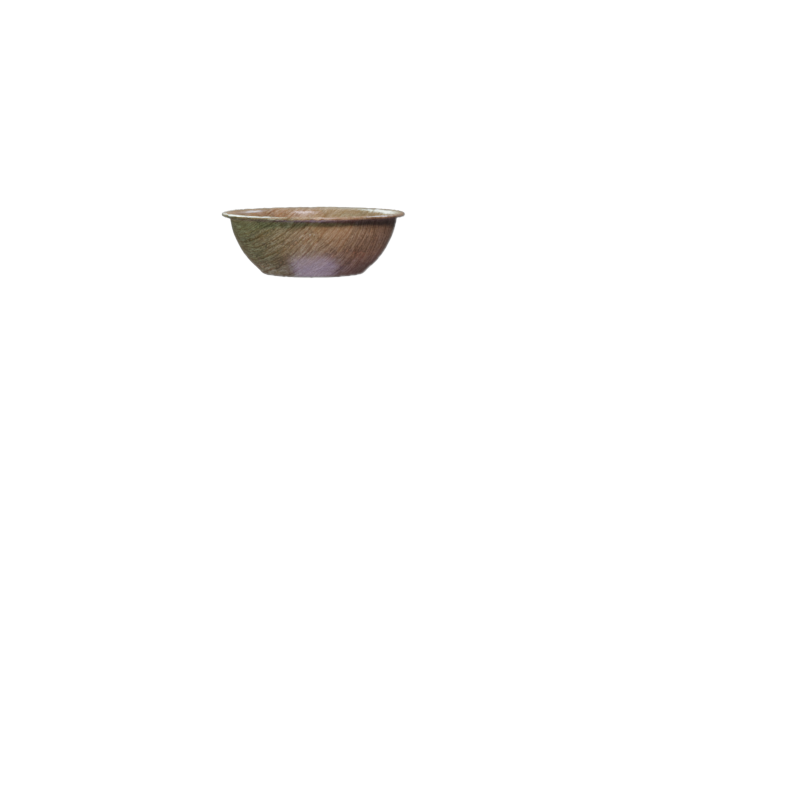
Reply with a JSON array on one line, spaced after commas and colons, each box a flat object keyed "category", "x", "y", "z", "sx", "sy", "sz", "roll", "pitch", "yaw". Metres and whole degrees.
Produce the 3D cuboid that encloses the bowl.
[{"category": "bowl", "x": -0.077, "y": -0.140, "z": 0.981, "sx": 0.162, "sy": 0.054, "sz": 0.166, "roll": 0, "pitch": 12, "yaw": -2}]
